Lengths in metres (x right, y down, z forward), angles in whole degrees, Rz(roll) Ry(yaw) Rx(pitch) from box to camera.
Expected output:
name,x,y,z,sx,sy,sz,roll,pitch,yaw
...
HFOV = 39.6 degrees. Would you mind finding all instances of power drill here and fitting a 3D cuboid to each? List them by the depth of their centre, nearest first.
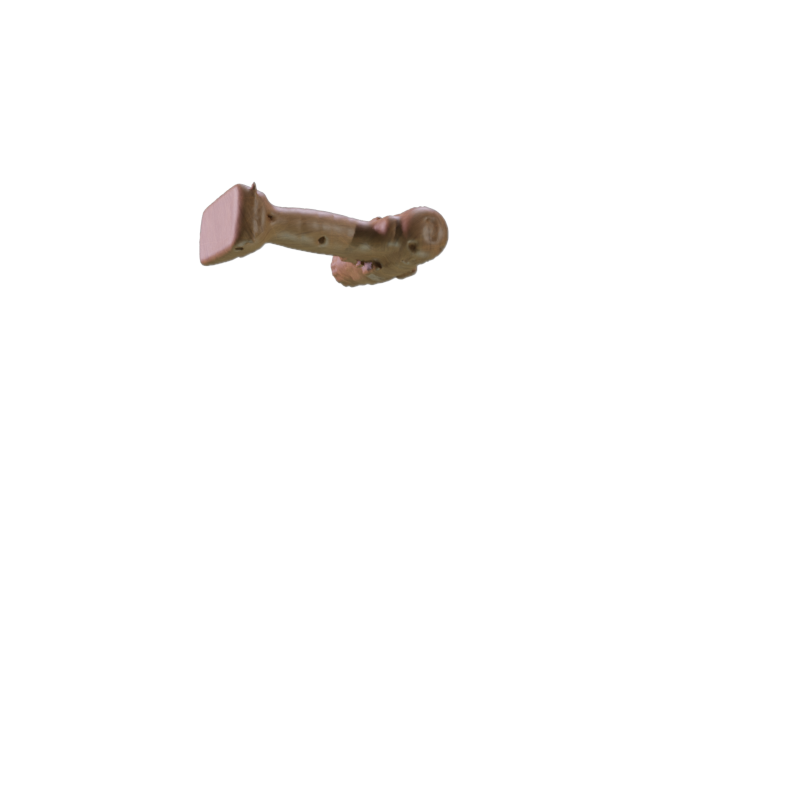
name,x,y,z,sx,sy,sz,roll,pitch,yaw
power drill,-0.076,-0.138,0.966,0.182,0.059,0.185,3,-8,-24
